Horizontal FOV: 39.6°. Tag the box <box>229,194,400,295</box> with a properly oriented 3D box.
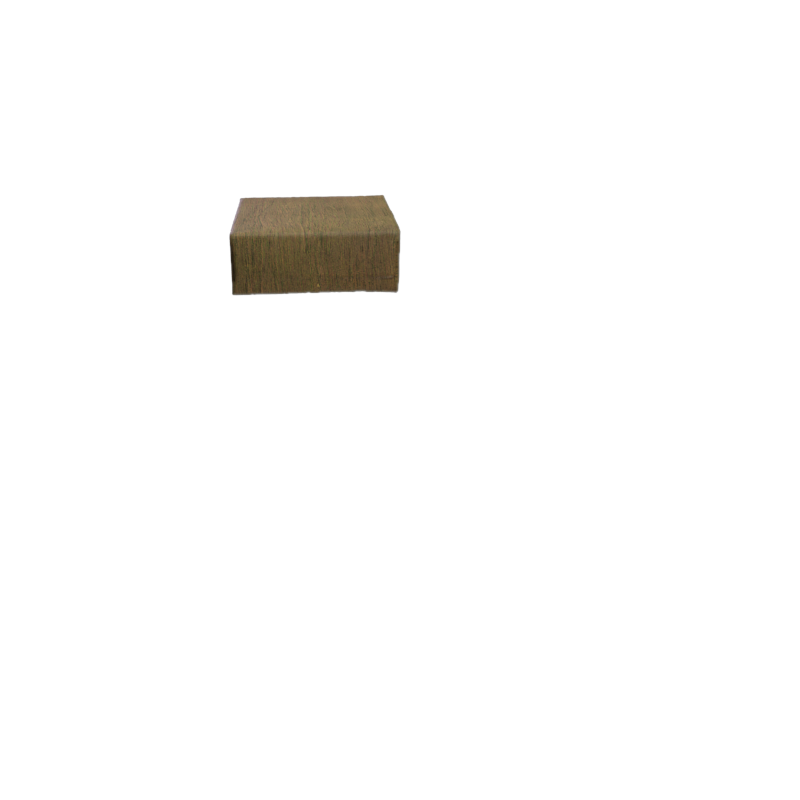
[{"bbox_3d":[-0.049,-0.090,0.630,0.089,0.038,0.118,-1,17,-4],"label":"box"}]
